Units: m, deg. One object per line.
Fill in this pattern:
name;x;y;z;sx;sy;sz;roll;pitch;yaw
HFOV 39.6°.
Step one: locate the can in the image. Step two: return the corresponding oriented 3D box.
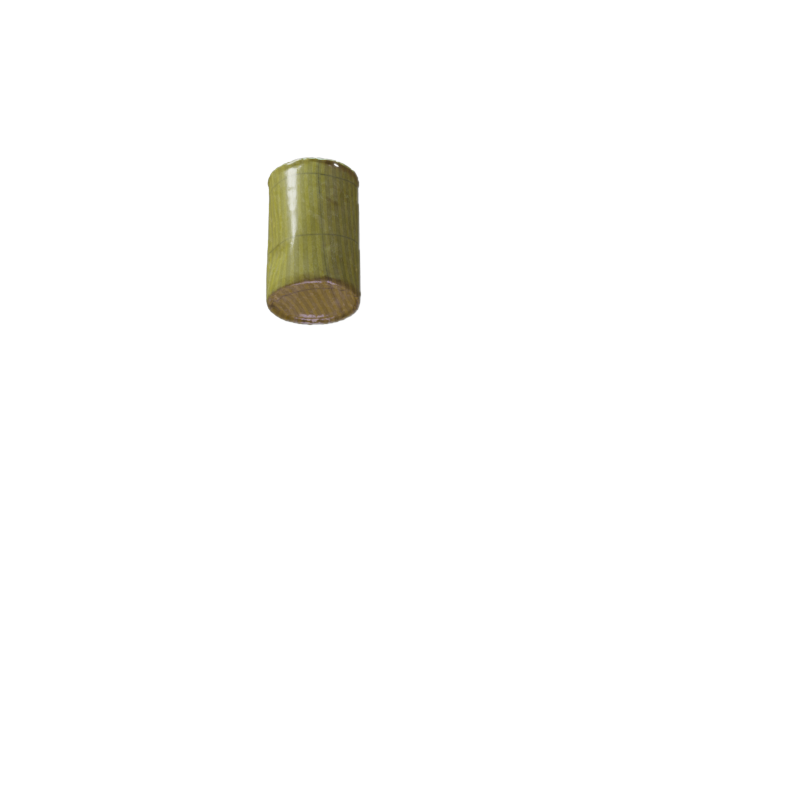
can;-0.062;-0.114;0.796;0.068;0.109;0.065;0;-28;-2
